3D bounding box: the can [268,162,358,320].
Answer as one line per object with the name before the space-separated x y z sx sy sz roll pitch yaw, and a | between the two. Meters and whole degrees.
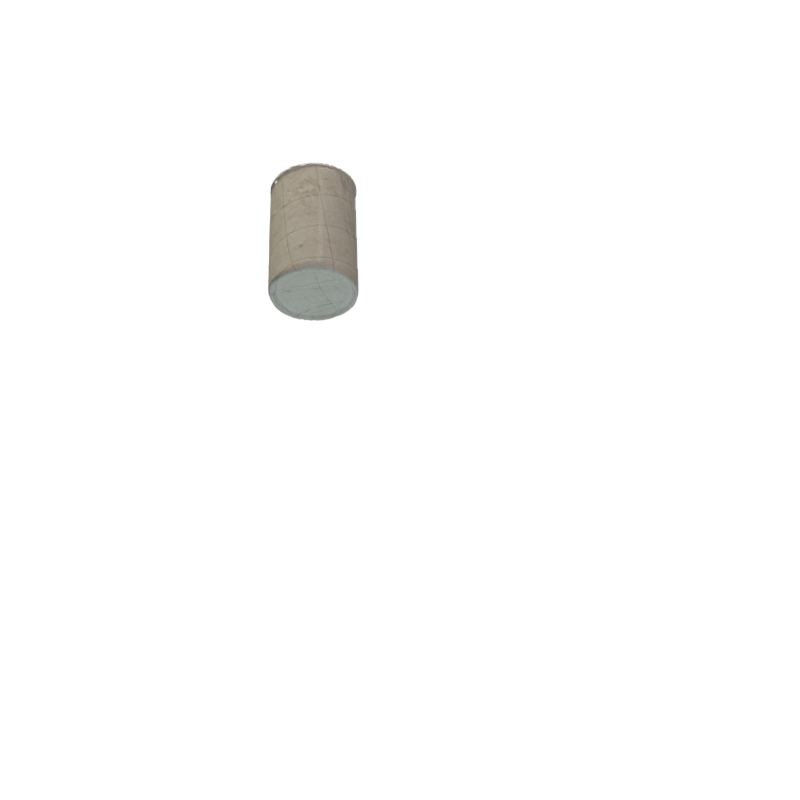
can | -0.066 -0.120 0.841 0.068 0.109 0.064 -1 -35 -2
